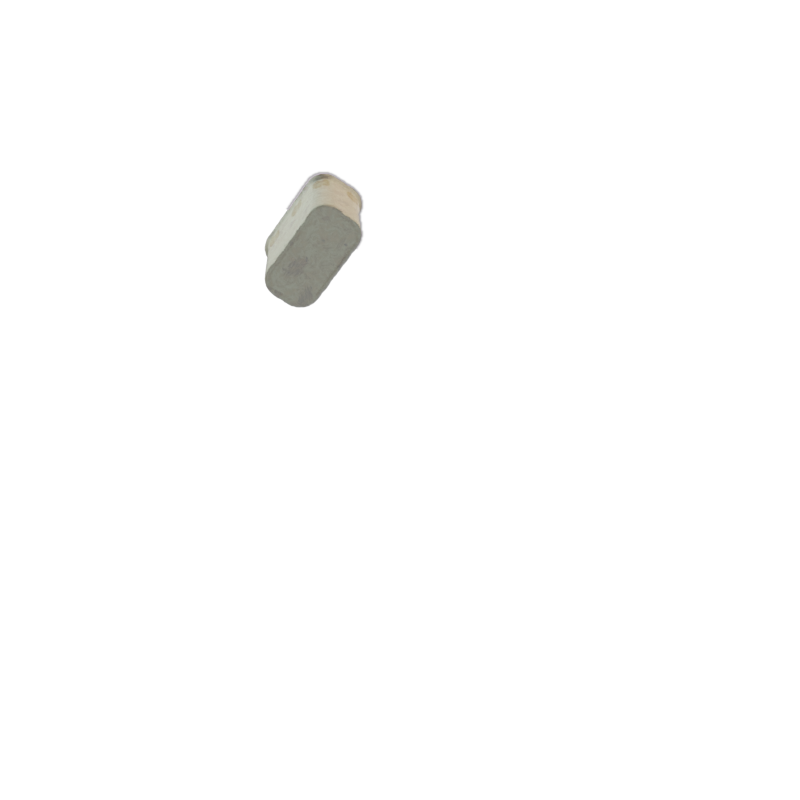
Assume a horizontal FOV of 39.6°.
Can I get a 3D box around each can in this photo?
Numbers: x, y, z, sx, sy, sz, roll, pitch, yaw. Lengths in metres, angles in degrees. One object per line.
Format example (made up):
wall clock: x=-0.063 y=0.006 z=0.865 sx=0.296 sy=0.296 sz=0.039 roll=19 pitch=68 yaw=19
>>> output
can: x=-0.077 y=-0.140 z=0.979 sx=0.056 sy=0.100 sz=0.088 roll=32 pitch=19 yaw=-17
